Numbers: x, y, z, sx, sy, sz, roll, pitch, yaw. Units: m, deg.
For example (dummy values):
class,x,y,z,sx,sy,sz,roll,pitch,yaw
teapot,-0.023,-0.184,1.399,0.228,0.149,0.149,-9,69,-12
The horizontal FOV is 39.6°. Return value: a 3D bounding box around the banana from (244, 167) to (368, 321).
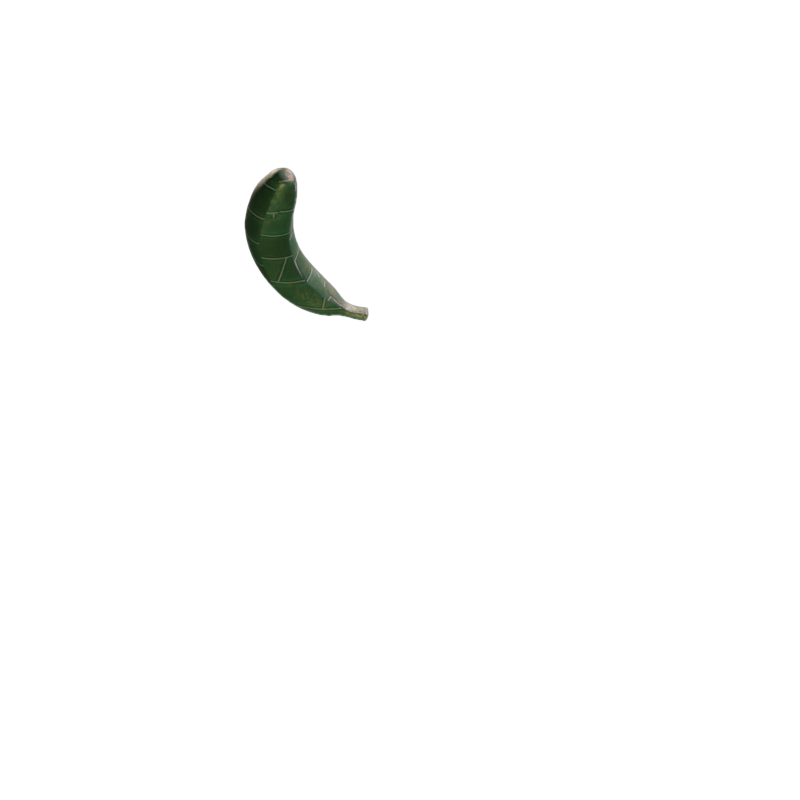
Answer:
class,x,y,z,sx,sy,sz,roll,pitch,yaw
banana,-0.084,-0.119,0.871,0.070,0.039,0.183,-9,-31,14
